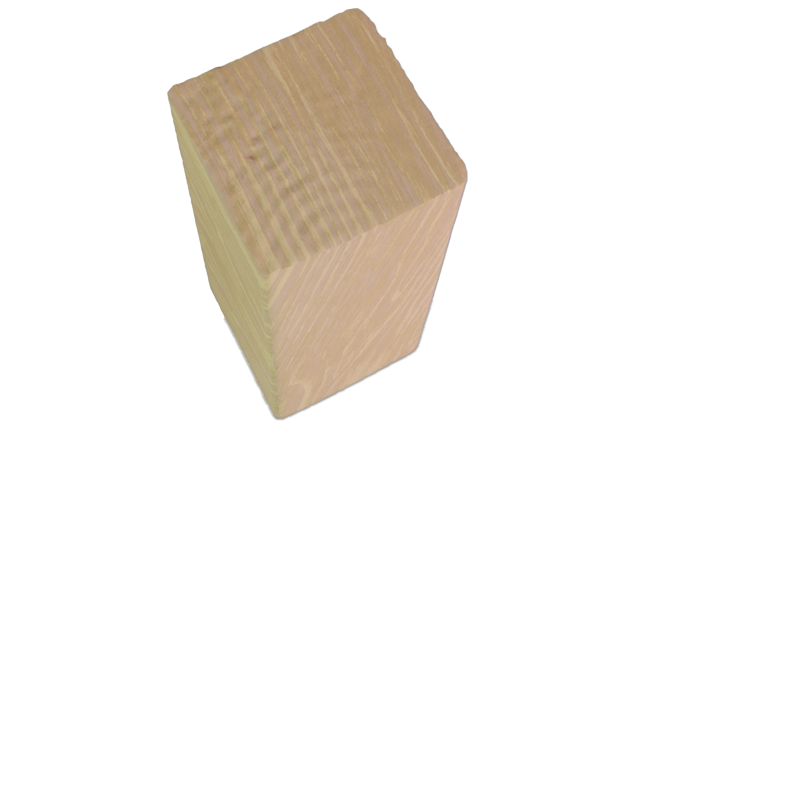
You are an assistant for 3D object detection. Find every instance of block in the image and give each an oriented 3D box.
[{"bbox_3d":[-0.040,-0.074,0.515,0.090,0.095,0.197,-26,-14,-11],"label":"block"}]
